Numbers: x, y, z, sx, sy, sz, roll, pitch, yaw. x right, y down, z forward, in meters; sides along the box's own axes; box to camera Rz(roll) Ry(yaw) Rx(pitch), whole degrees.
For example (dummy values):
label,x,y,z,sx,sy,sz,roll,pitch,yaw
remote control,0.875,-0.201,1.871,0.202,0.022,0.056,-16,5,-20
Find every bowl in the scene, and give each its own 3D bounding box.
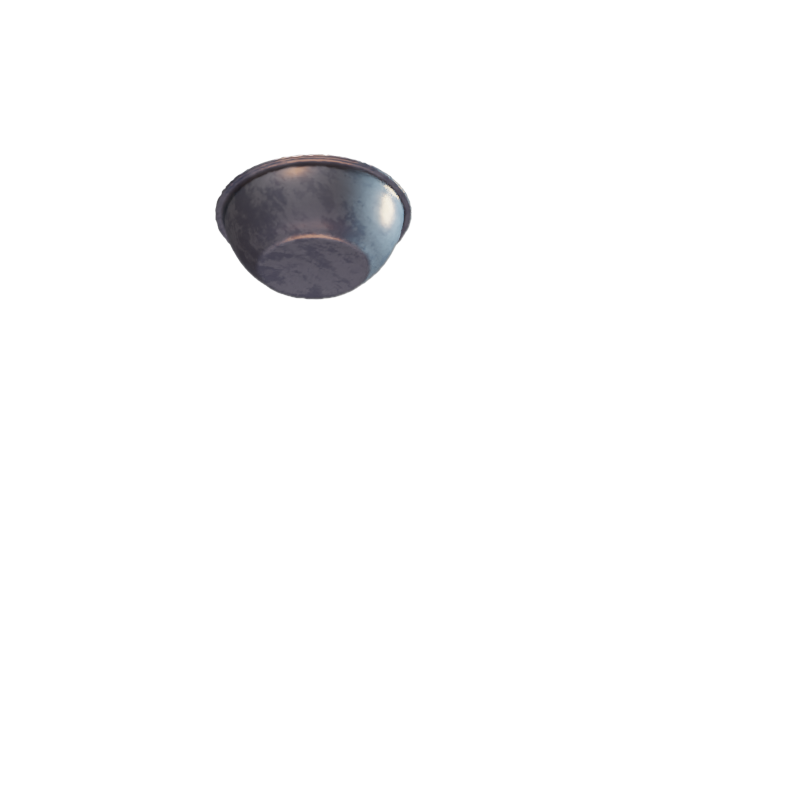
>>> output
label,x,y,z,sx,sy,sz,roll,pitch,yaw
bowl,-0.070,-0.128,0.898,0.162,0.059,0.152,1,-30,-2
